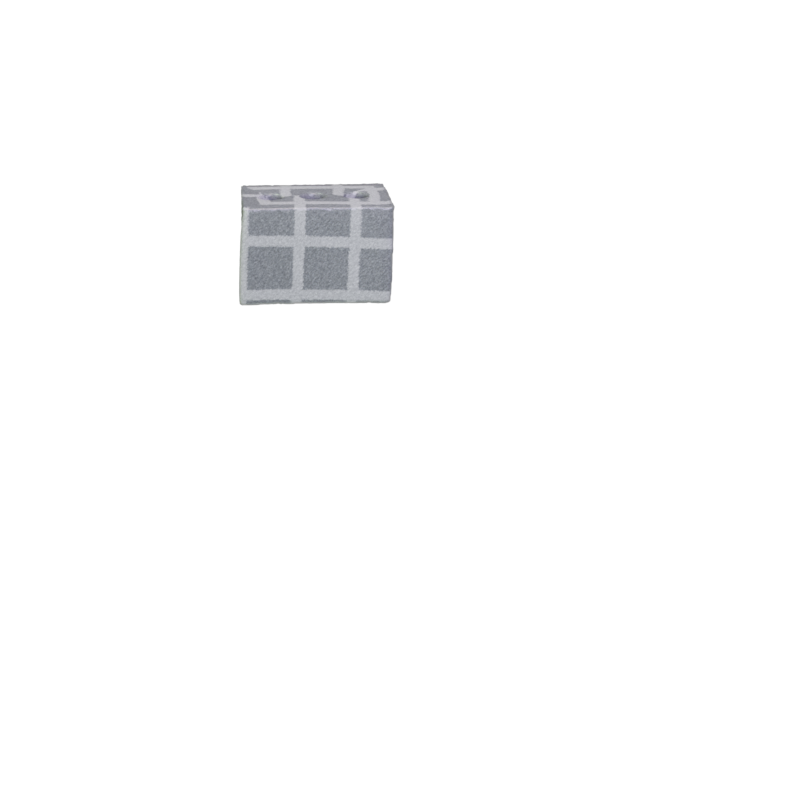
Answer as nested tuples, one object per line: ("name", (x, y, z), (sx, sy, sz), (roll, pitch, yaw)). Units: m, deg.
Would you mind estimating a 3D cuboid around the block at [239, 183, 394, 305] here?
("block", (-0.045, -0.082, 0.576), (0.077, 0.049, 0.055), (-2, 22, -5))
